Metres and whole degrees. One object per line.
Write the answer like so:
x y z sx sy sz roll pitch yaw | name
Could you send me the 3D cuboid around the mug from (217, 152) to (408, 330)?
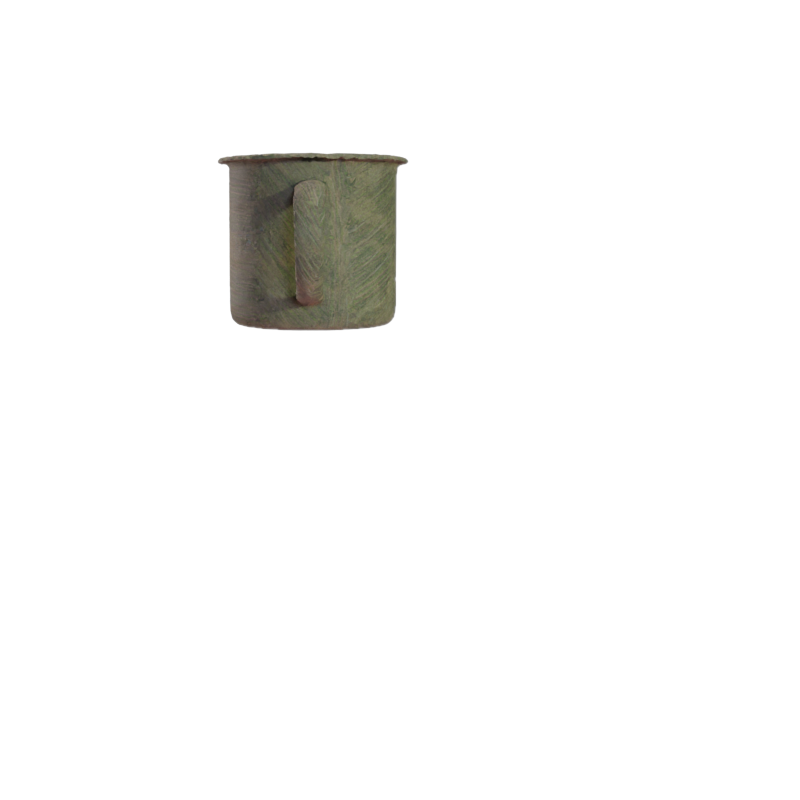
-0.042 -0.076 0.533 0.093 0.081 0.119 0 6 -4 | mug
